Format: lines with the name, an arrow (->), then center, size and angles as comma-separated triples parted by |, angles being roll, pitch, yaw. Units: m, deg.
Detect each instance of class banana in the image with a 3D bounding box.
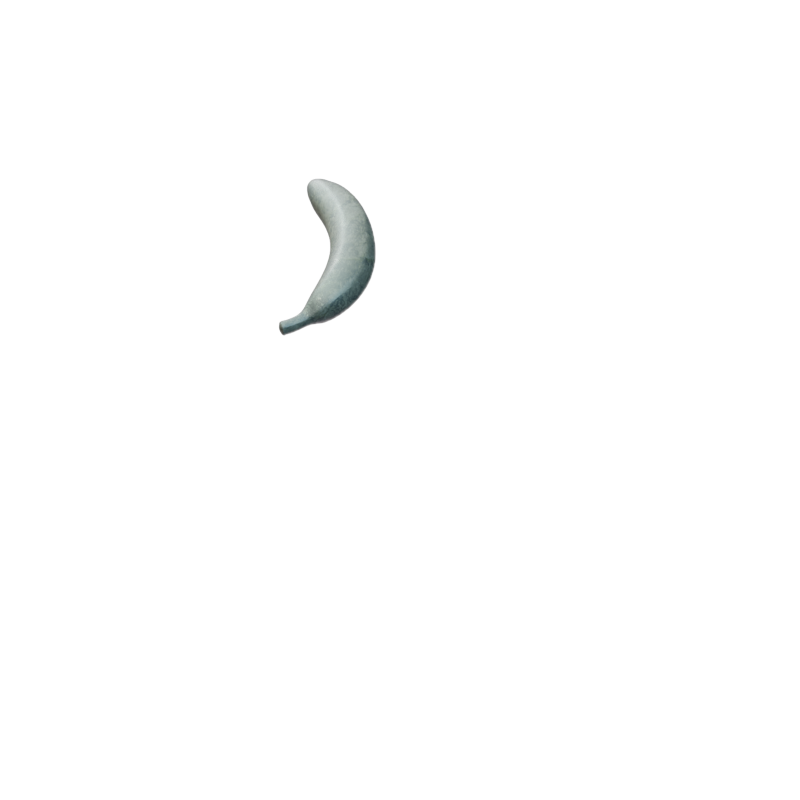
banana -> -0.054, -0.128, 0.921 | 0.070, 0.034, 0.211 | 3, 42, 2
